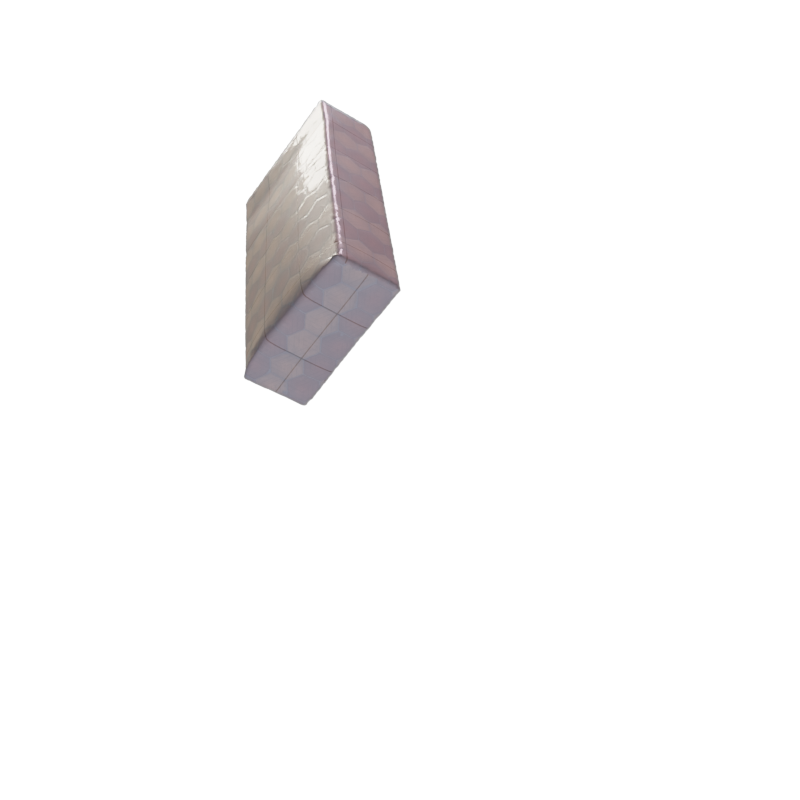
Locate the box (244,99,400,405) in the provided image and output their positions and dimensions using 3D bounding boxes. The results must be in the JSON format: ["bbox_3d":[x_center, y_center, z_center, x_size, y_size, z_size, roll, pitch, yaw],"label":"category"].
[{"bbox_3d":[-0.049,-0.090,0.634,0.046,0.091,0.189,28,30,-23],"label":"box"}]
